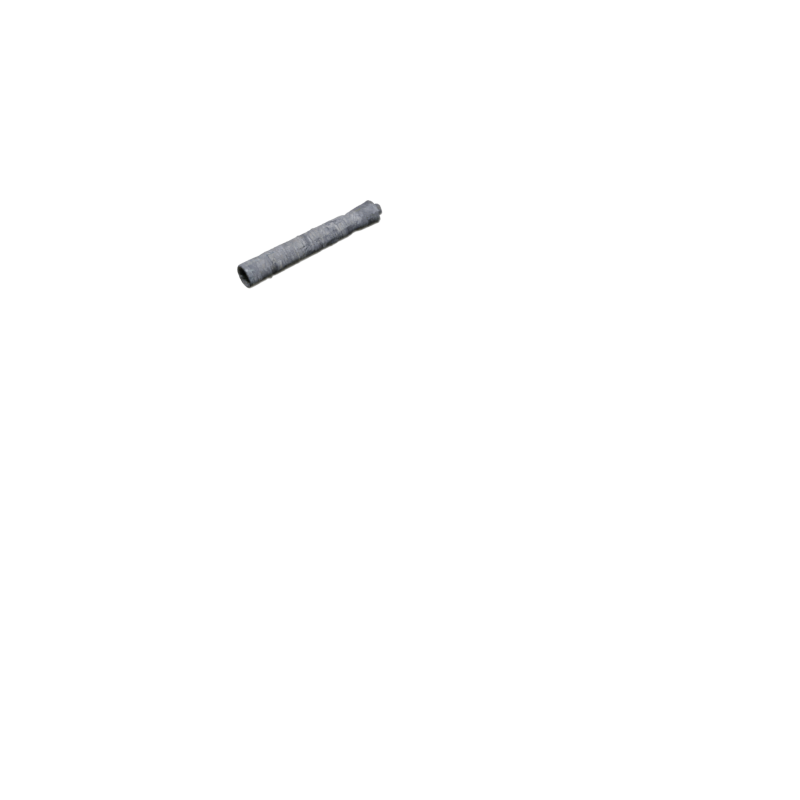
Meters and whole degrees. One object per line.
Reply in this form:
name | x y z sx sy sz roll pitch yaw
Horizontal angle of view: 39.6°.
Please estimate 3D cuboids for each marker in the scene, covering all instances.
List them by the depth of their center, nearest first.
marker | -0.063 -0.116 0.809 0.121 0.019 0.020 -31 17 -23
